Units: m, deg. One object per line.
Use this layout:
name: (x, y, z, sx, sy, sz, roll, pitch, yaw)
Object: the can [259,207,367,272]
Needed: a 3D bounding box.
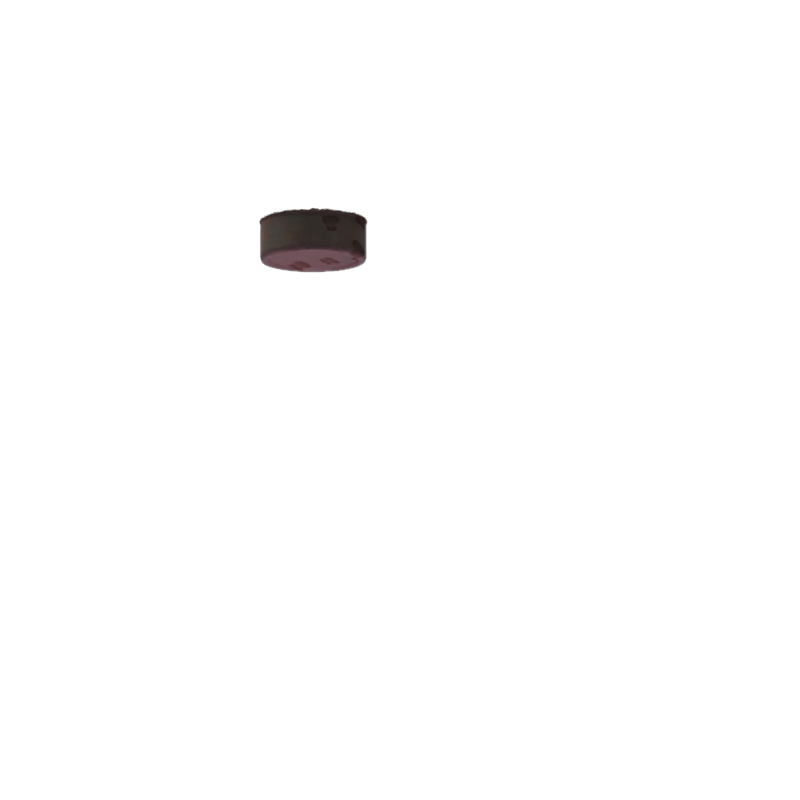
can: (-0.069, -0.125, 0.878, 0.086, 0.034, 0.084, 0, -6, -2)
